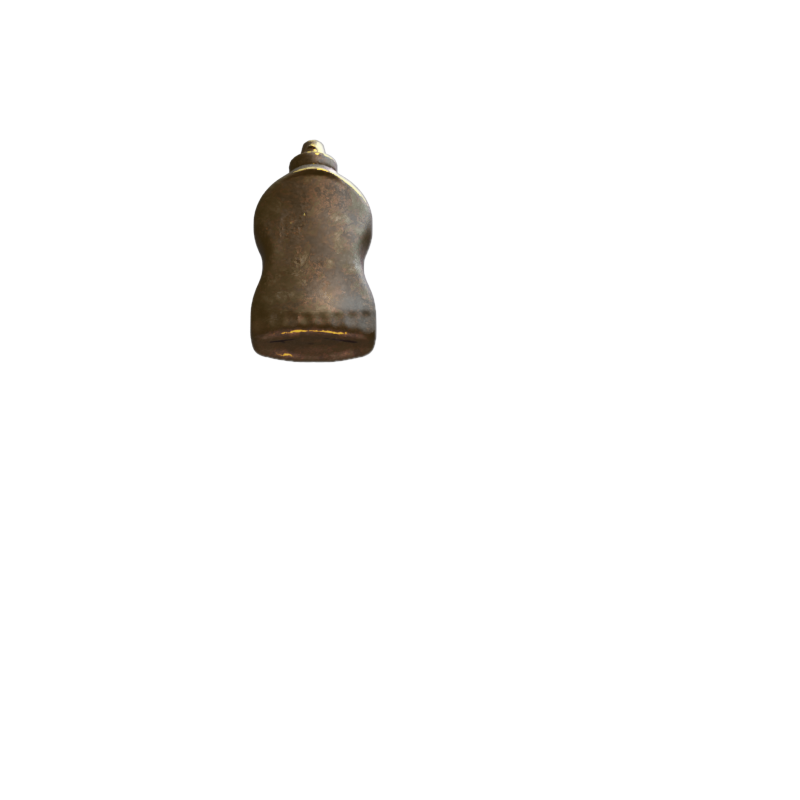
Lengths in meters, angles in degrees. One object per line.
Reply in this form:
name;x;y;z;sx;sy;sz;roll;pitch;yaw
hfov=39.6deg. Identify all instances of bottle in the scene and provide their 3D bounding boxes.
bottle;-0.069;-0.127;0.886;0.096;0.204;0.055;-2;-30;-1
